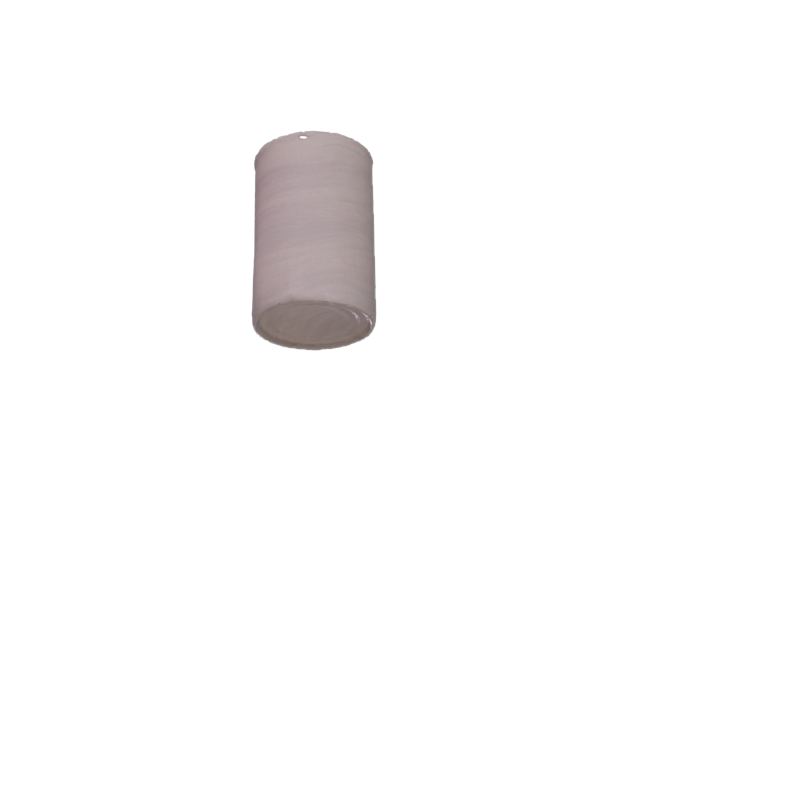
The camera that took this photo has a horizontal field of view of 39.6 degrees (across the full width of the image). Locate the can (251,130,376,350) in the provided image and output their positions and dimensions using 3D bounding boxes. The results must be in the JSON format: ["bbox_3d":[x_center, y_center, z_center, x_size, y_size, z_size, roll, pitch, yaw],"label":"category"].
[{"bbox_3d":[-0.048,-0.087,0.608,0.068,0.108,0.065,0,-25,-2],"label":"can"}]
